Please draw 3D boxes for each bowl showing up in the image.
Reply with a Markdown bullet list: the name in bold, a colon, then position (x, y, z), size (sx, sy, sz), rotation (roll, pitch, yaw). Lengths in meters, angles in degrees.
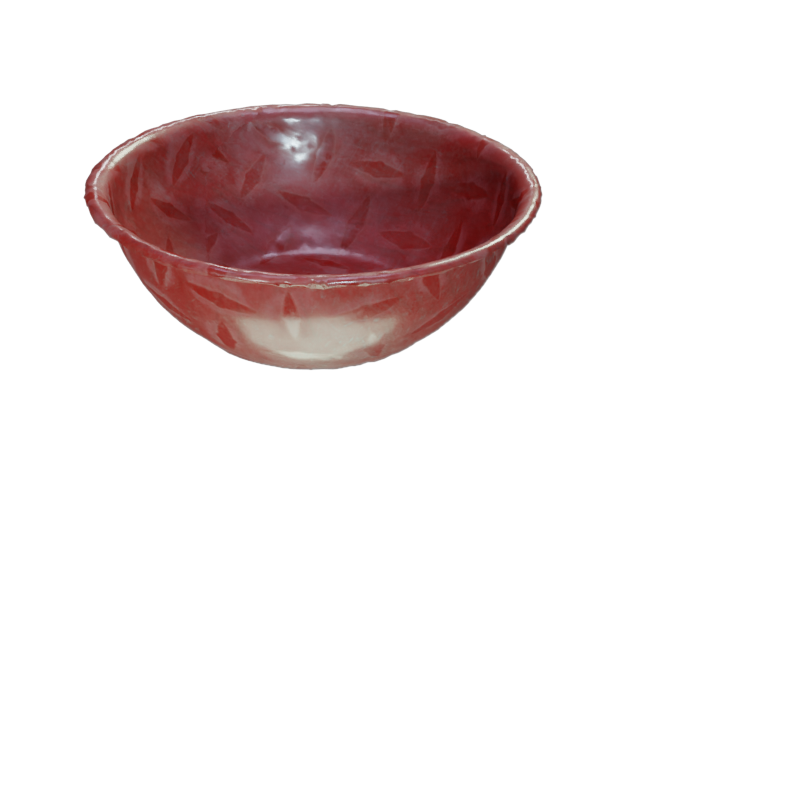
- **bowl**: position (-0.032, -0.058, 0.407), size (0.162, 0.052, 0.172), rotation (-1, 31, -2)
